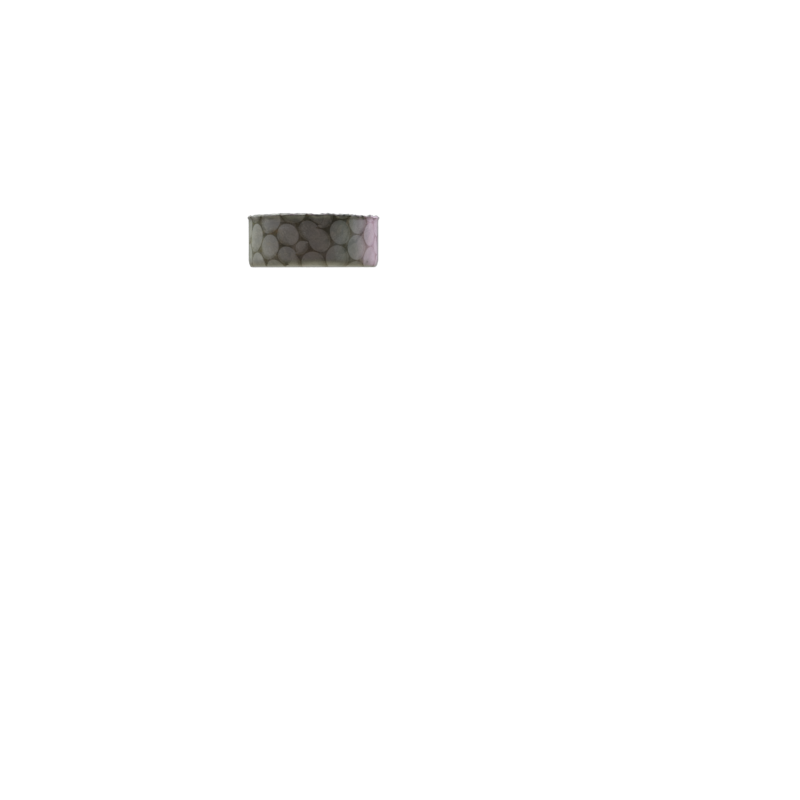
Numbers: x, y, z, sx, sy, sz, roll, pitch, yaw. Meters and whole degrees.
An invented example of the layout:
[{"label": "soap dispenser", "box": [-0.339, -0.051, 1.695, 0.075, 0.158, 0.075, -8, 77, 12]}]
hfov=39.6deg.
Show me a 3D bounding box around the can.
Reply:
[{"label": "can", "box": [-0.056, -0.103, 0.720, 0.086, 0.033, 0.087, 0, 6, -2]}]
